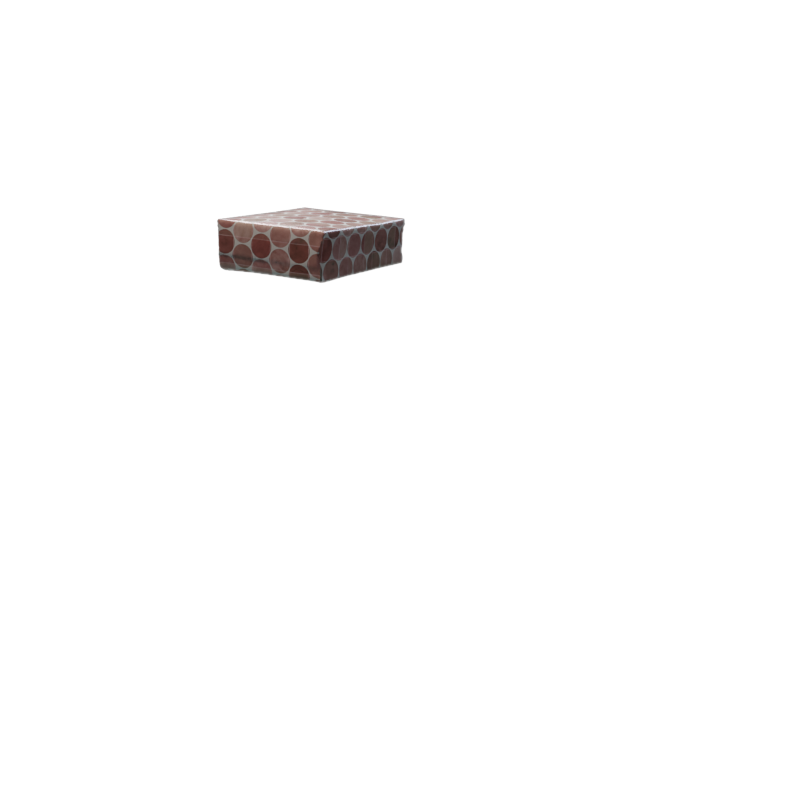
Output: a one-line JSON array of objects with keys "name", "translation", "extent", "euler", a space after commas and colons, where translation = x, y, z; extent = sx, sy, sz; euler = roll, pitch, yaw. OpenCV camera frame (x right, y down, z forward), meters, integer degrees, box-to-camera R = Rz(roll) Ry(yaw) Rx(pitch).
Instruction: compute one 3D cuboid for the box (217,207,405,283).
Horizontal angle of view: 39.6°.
[{"name": "box", "translation": [-0.062, -0.113, 0.791], "extent": [0.094, 0.038, 0.112], "euler": [9, 19, 30]}]
